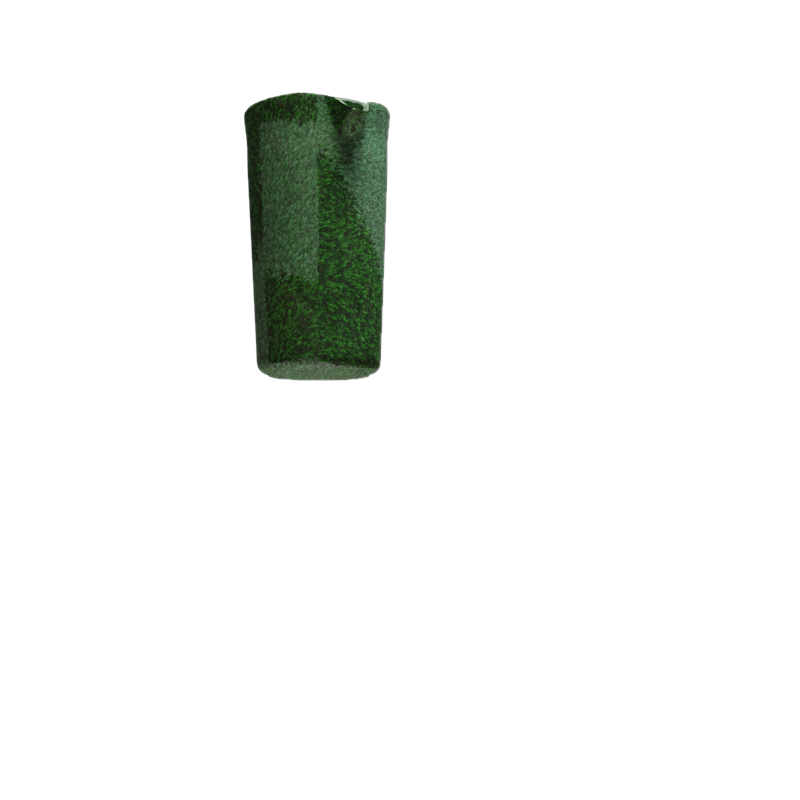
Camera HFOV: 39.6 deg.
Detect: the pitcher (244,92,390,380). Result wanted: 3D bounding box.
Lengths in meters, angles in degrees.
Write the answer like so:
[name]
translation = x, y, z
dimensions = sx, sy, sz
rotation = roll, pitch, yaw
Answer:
[pitcher]
translation = -0.078, -0.142, 0.994
dimensions = 0.148, 0.250, 0.143
rotation = -3, -10, 16
